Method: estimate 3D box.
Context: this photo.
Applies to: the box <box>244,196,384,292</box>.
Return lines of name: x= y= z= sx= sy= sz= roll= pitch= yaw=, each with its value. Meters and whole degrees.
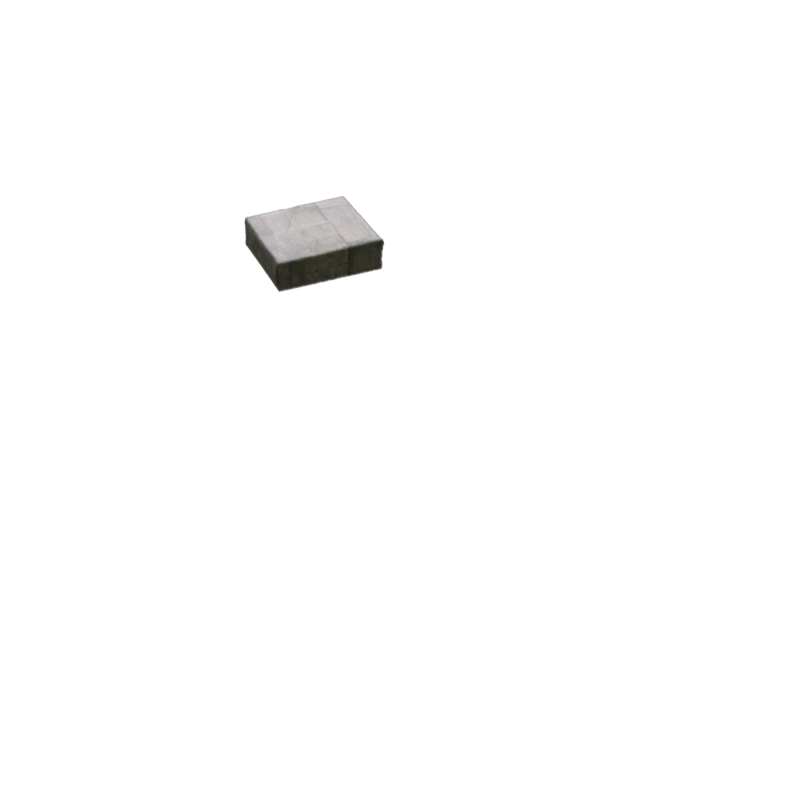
box: x=-0.067 y=-0.123 z=0.861 sx=0.088 sy=0.028 sz=0.079 roll=-16 pitch=40 yaw=-19
